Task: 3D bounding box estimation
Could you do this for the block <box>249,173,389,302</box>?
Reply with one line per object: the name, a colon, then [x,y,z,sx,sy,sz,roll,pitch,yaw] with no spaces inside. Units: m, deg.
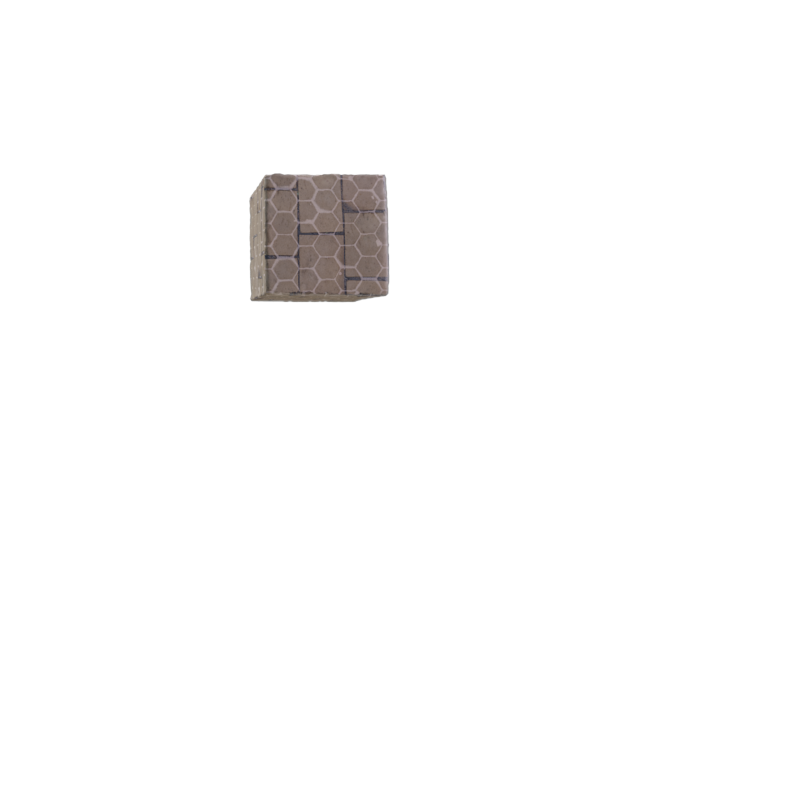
block: [-0.038,-0.070,0.491,0.052,0.052,0.079,0,1,-12]
